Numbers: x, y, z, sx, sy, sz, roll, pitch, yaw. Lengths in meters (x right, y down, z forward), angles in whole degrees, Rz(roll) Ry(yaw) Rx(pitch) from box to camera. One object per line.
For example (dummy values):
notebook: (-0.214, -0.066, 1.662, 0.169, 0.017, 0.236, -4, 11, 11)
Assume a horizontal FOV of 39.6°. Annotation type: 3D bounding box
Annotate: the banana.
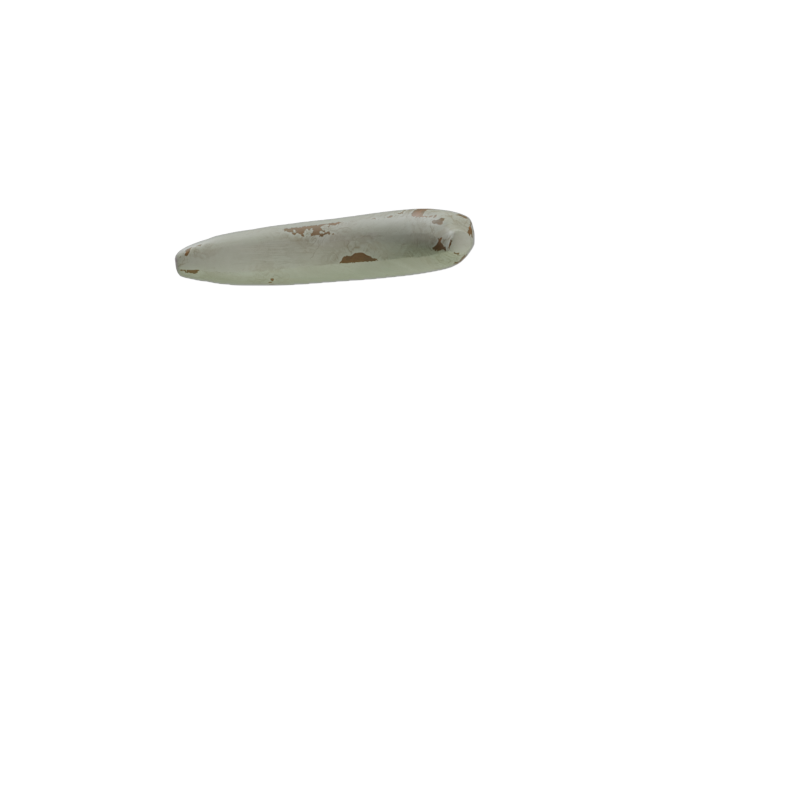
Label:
banana: (-0.035, -0.087, 0.628, 0.204, 0.037, 0.066, -2, -4, 34)
